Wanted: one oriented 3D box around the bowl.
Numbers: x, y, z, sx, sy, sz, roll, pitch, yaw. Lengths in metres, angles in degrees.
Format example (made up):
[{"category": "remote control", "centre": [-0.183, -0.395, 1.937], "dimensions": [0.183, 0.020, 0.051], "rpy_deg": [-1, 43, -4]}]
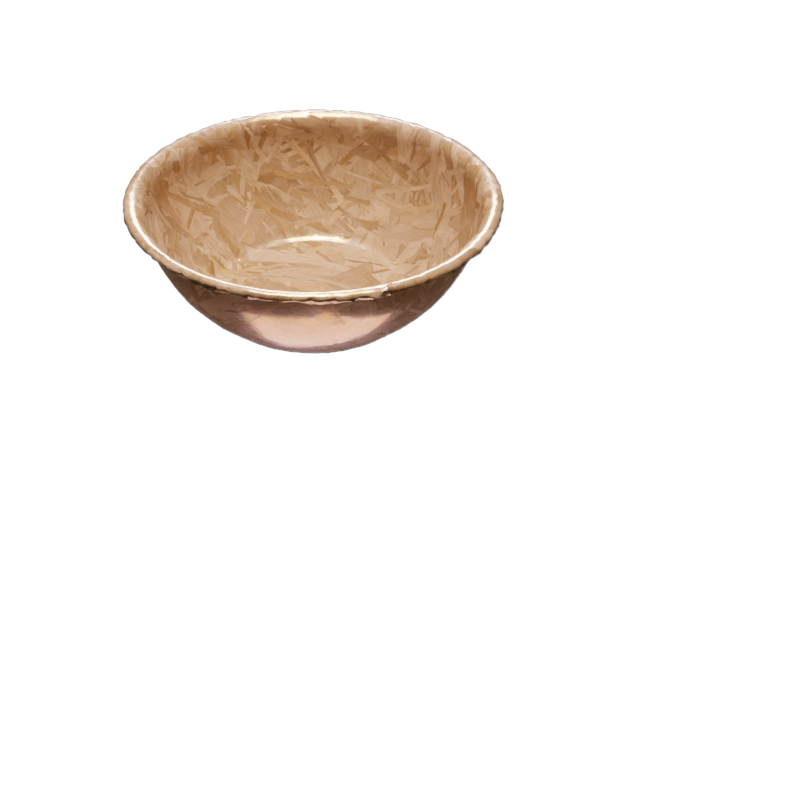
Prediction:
[{"category": "bowl", "centre": [-0.038, -0.069, 0.486], "dimensions": [0.162, 0.051, 0.173], "rpy_deg": [-1, 38, -2]}]
